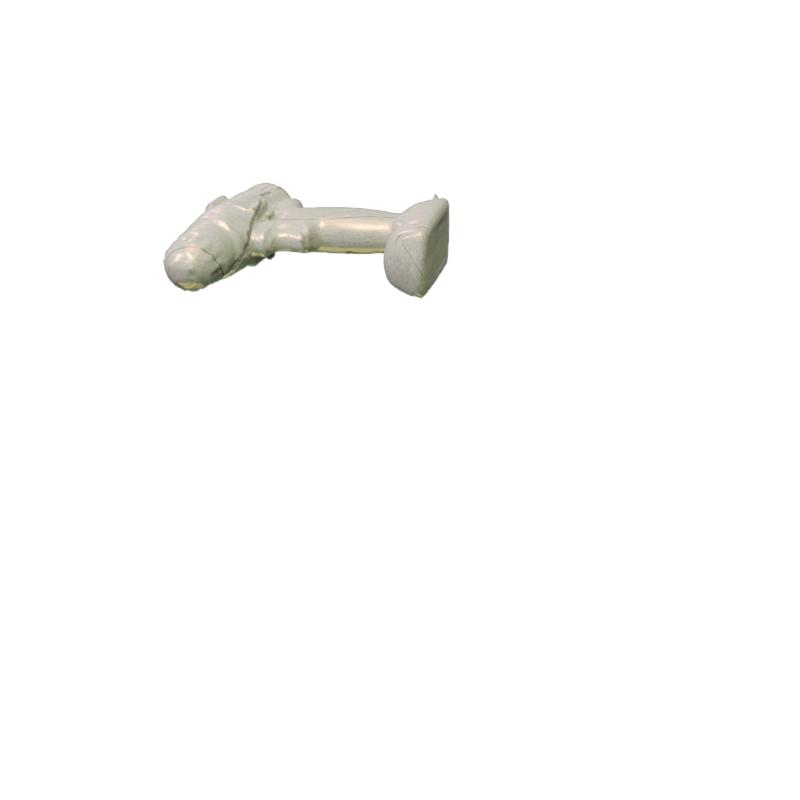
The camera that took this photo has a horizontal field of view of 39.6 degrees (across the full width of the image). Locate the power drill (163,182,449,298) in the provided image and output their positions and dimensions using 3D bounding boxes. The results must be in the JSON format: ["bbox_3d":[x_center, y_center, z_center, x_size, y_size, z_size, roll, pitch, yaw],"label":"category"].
[{"bbox_3d":[-0.065,-0.119,0.833,0.192,0.055,0.189,8,27,15],"label":"power drill"}]
